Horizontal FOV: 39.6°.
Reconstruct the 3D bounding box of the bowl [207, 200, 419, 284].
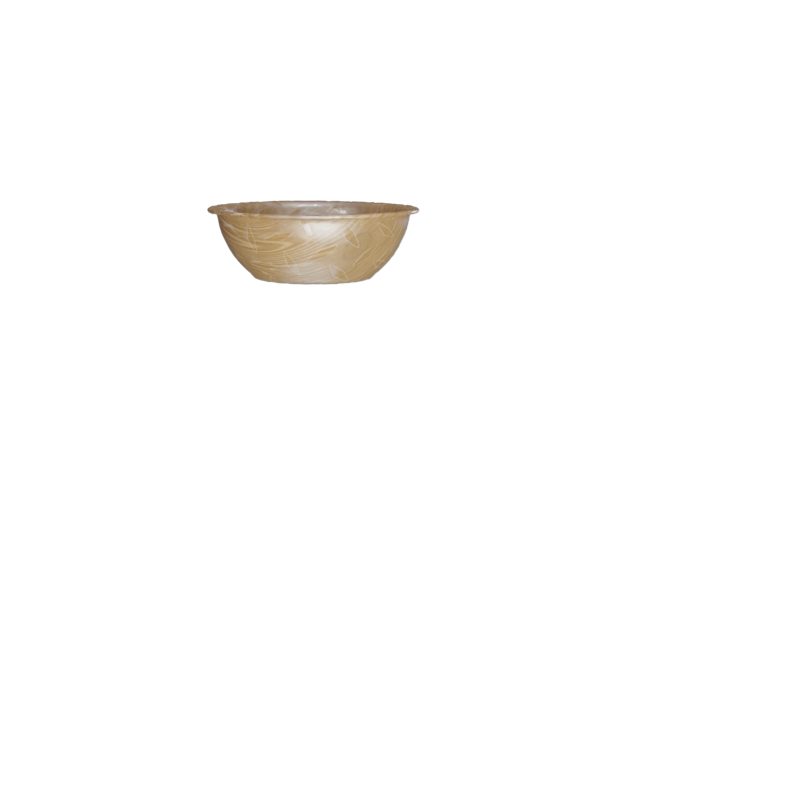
[{"bbox_3d":[-0.066,-0.121,0.848,0.162,0.054,0.166,0,12,-2],"label":"bowl"}]
